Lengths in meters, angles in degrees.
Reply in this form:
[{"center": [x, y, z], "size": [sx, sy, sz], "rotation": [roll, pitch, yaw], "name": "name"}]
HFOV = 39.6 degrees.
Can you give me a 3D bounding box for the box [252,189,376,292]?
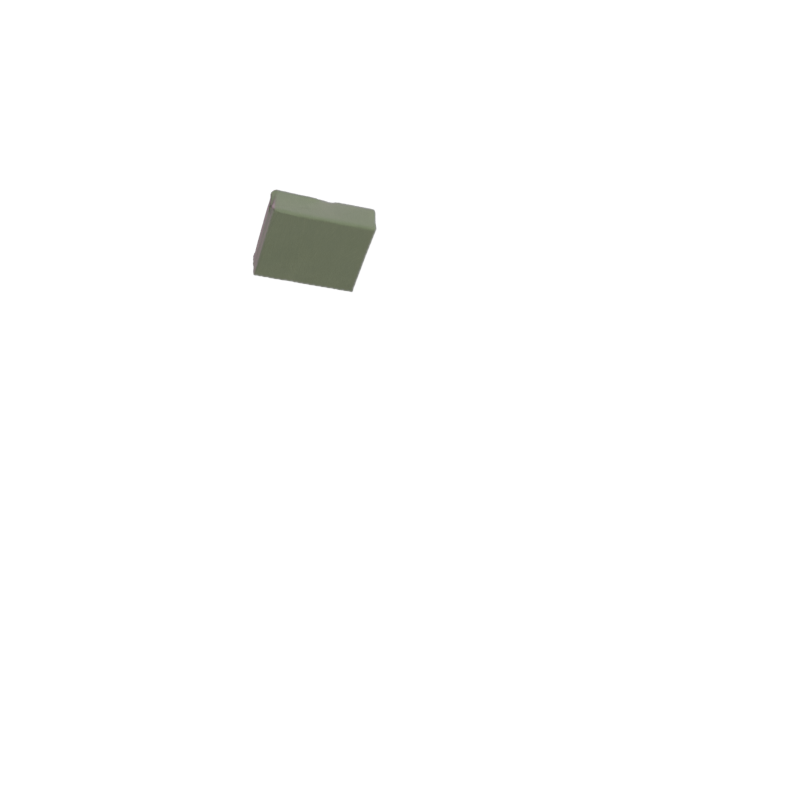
[{"center": [-0.072, -0.131, 0.918], "size": [0.088, 0.032, 0.069], "rotation": [11, -47, -11], "name": "box"}]
